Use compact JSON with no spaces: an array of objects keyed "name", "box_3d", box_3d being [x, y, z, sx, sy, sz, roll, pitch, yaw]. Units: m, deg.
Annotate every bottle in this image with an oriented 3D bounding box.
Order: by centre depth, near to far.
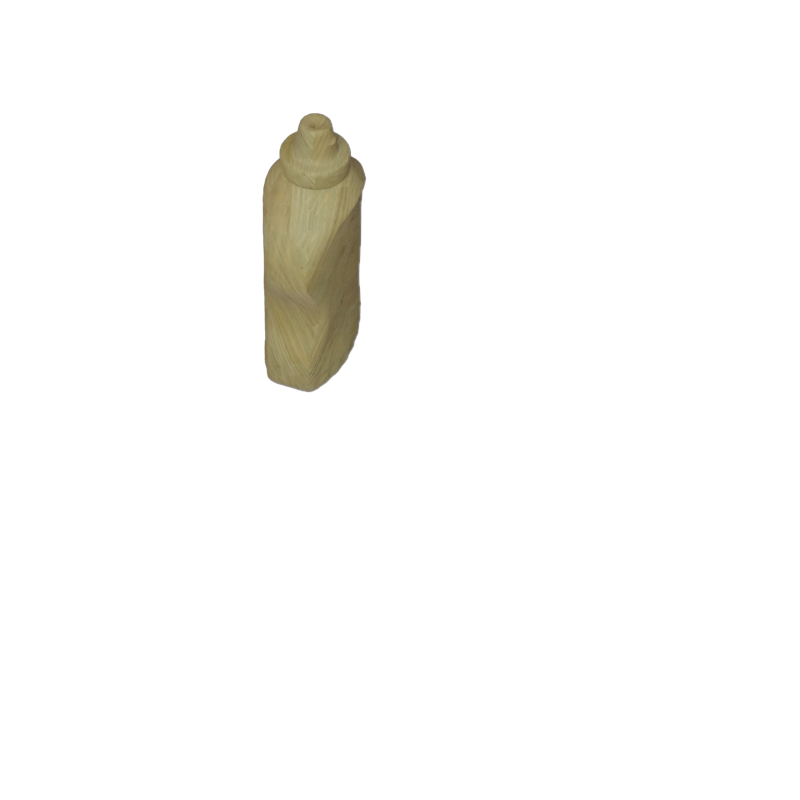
[{"name":"bottle","box_3d":[-0.053,-0.098,0.684,0.060,0.100,0.179,17,-39,10]}]
